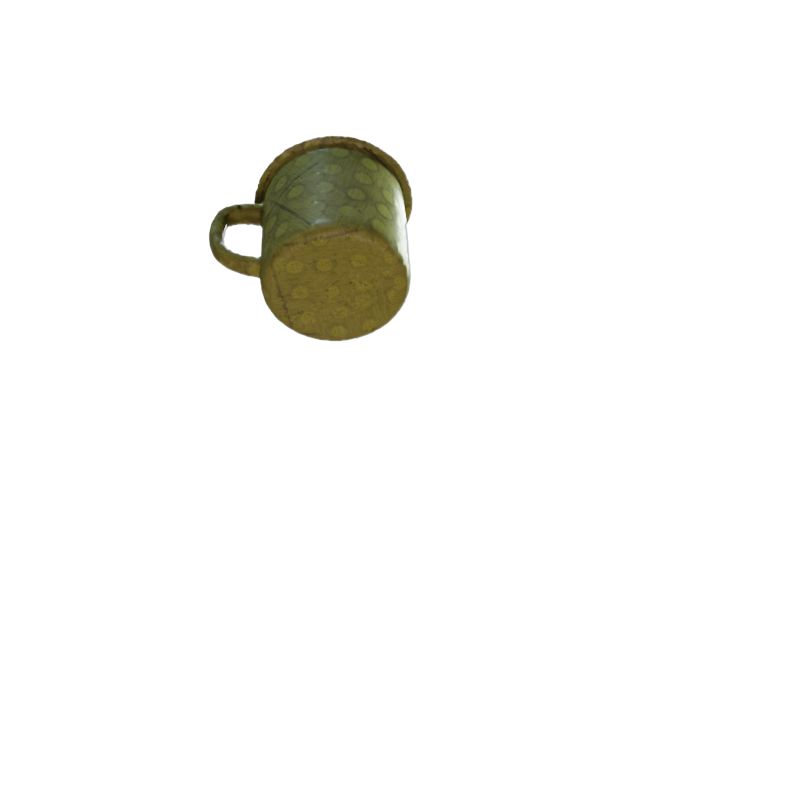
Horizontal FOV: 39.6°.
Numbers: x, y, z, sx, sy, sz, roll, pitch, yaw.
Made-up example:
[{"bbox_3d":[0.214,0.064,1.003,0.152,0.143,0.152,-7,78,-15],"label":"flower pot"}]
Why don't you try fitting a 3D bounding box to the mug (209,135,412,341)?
[{"bbox_3d":[-0.049,-0.089,0.622,0.116,0.087,0.087,4,40,-5],"label":"mug"}]
